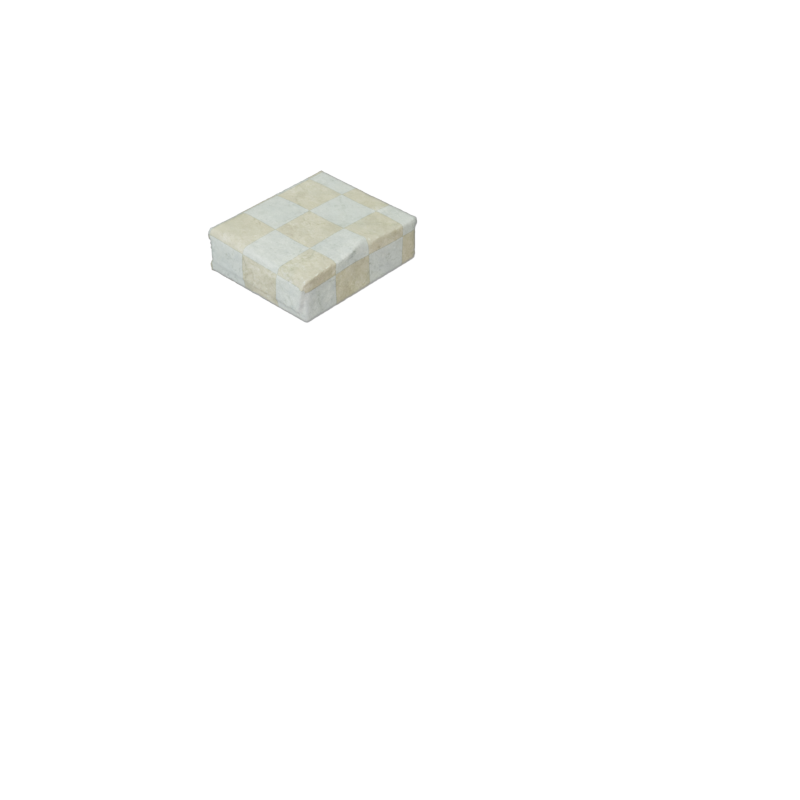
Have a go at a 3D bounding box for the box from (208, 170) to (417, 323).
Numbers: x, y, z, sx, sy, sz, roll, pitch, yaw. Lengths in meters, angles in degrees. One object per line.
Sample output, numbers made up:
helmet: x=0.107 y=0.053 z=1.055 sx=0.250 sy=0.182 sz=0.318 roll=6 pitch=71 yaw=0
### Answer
box: x=-0.047 y=-0.085 z=0.596 sx=0.078 sy=0.028 sz=0.089 roll=30 pitch=47 yaw=32
